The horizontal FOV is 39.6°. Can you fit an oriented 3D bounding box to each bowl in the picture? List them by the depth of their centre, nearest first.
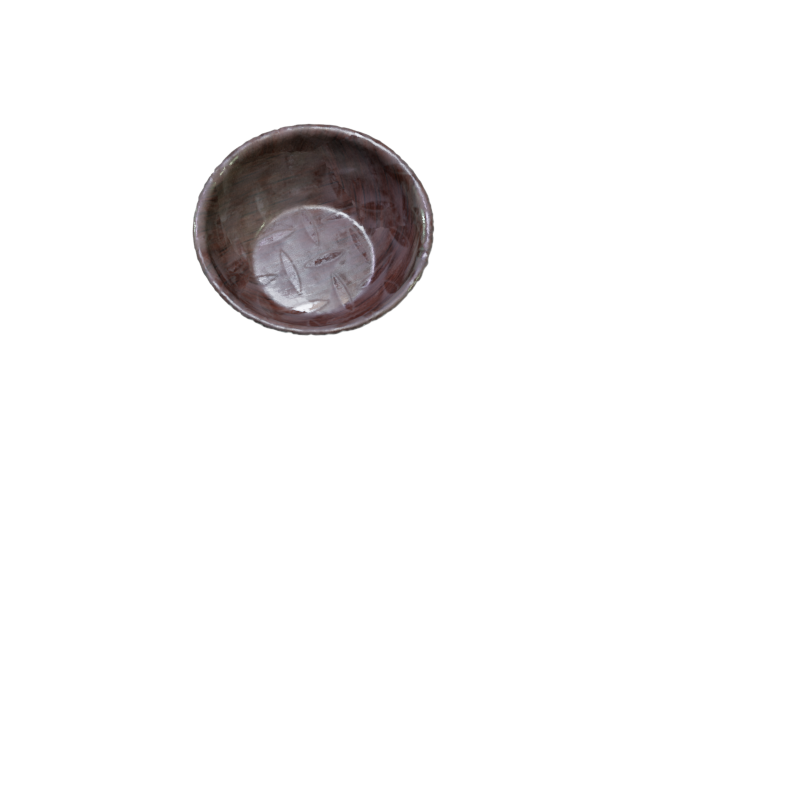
[{"bbox_3d":[-0.060,-0.109,0.765,0.162,0.172,0.052,-1,-26,-1],"label":"bowl"}]
